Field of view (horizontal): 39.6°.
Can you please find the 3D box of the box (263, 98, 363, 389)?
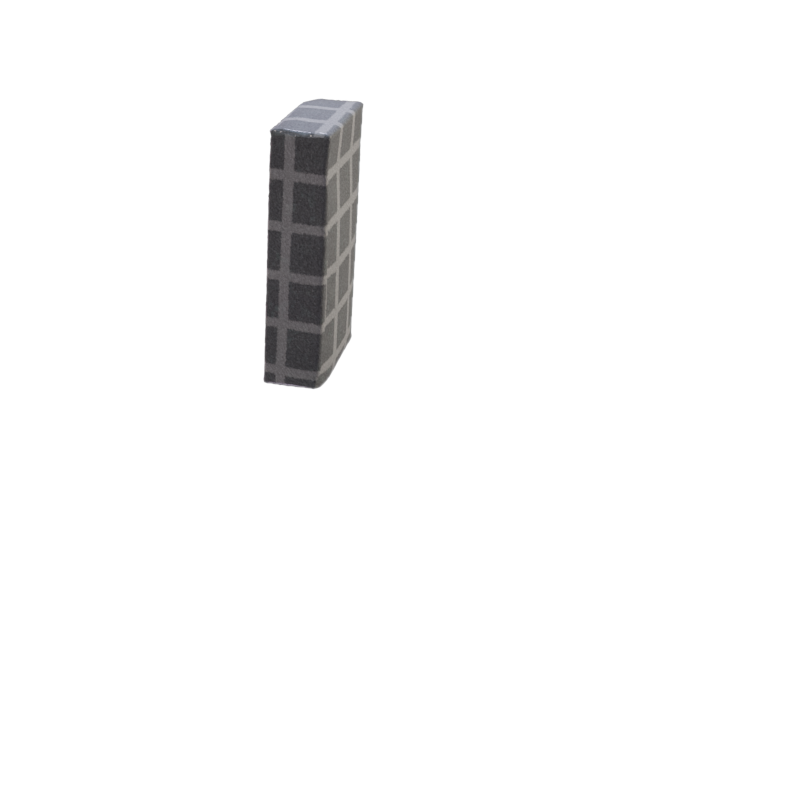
[{"bbox_3d":[-0.058,-0.106,0.741,0.049,0.168,0.096,6,23,10],"label":"box"}]
